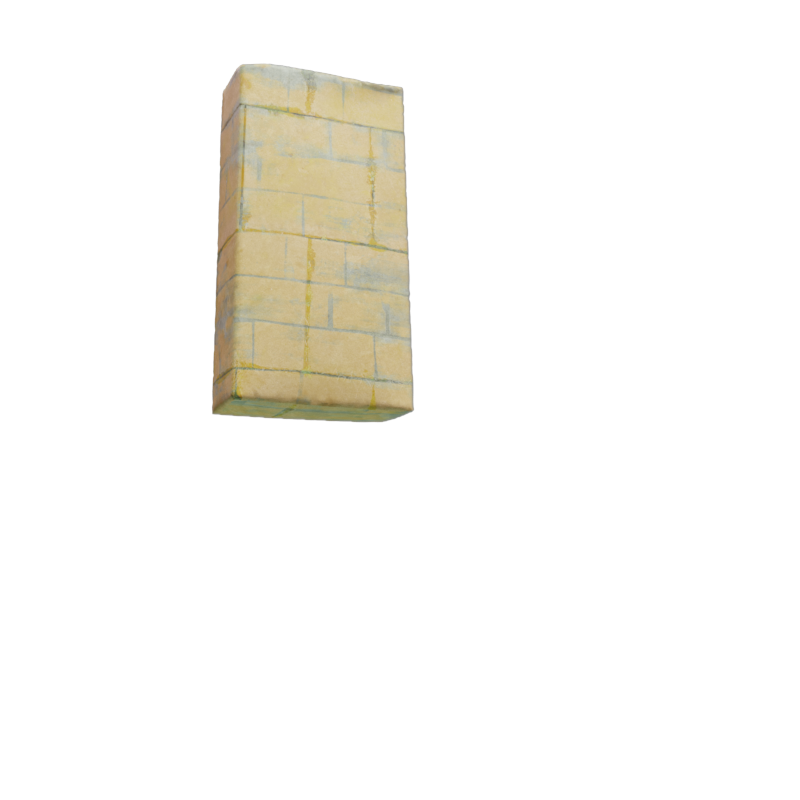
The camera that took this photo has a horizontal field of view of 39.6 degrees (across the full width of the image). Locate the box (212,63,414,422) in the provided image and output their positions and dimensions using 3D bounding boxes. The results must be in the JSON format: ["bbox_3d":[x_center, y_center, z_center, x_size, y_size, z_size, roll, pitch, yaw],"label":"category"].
[{"bbox_3d":[-0.044,-0.080,0.559,0.091,0.184,0.047,5,-18,-20],"label":"box"}]
